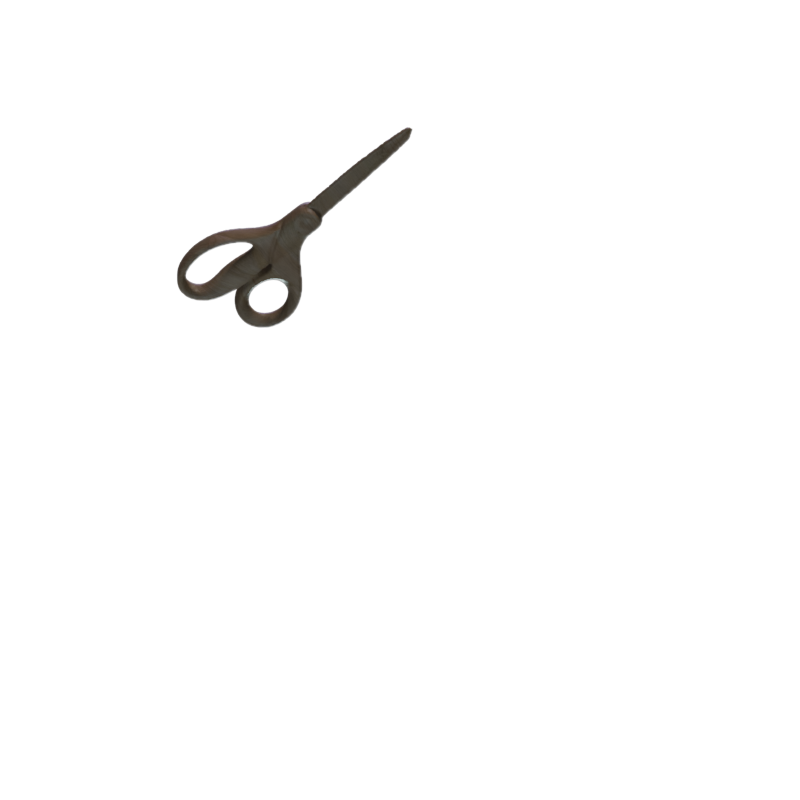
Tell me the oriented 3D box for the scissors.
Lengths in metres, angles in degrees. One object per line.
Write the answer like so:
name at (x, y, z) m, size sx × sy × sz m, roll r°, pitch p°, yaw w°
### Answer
scissors at (-0.059, -0.108, 0.754) m, size 0.202 × 0.017 × 0.089 m, roll -23°, pitch -51°, yaw 20°
